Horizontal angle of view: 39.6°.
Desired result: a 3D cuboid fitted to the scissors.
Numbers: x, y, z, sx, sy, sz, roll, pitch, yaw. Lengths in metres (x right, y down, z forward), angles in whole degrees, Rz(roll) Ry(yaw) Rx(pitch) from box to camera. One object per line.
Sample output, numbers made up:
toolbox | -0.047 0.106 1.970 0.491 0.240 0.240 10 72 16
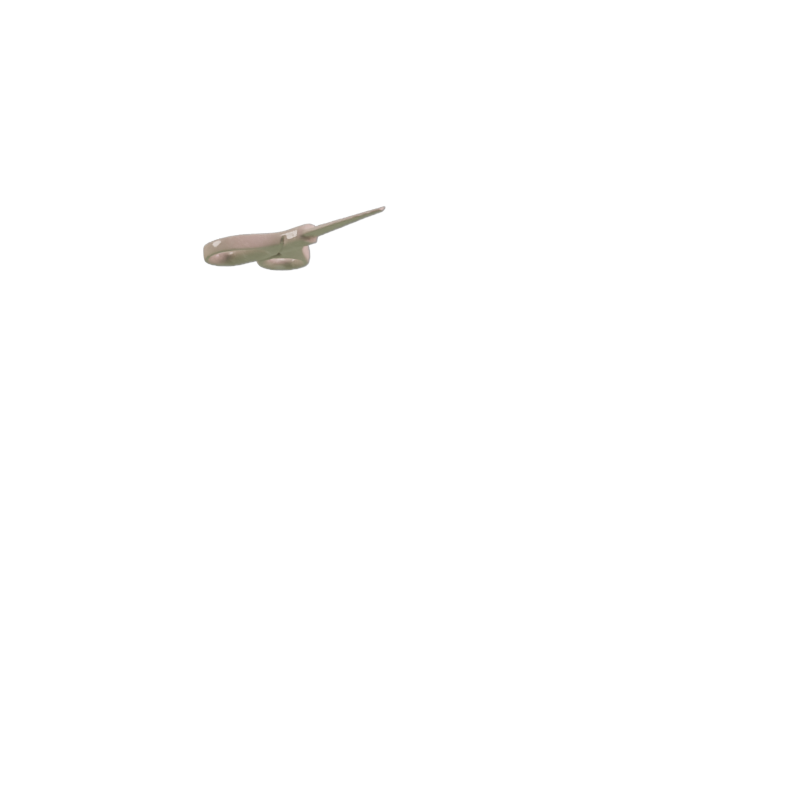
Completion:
scissors | -0.068 -0.125 0.874 0.207 0.016 0.091 -4 -7 36
